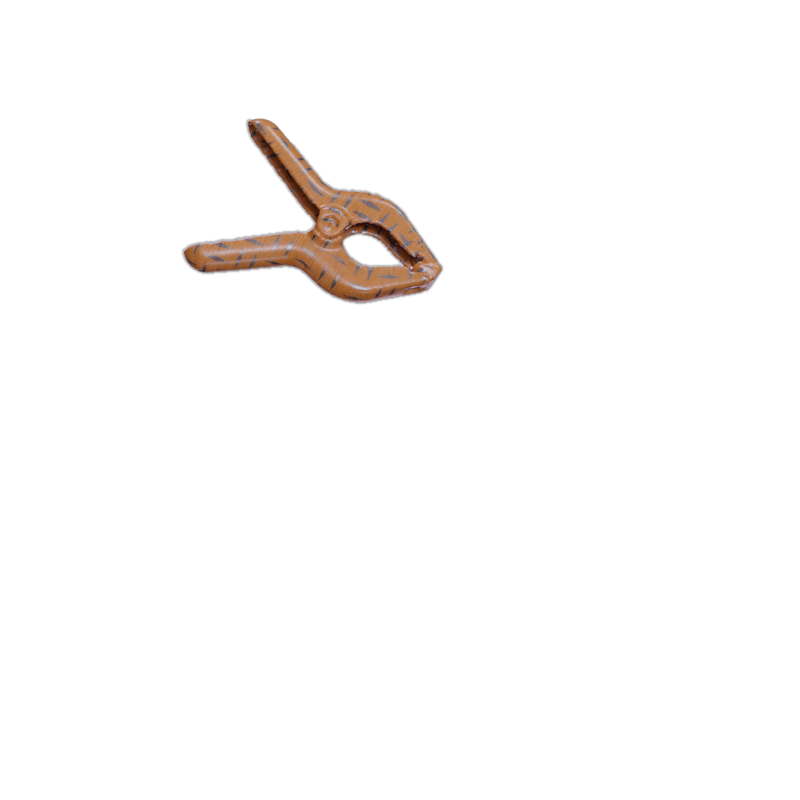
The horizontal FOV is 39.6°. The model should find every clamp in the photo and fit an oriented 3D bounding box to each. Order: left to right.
[{"bbox_3d":[-0.060,-0.109,0.760,0.175,0.122,0.038,30,-13,8],"label":"clamp"}]
